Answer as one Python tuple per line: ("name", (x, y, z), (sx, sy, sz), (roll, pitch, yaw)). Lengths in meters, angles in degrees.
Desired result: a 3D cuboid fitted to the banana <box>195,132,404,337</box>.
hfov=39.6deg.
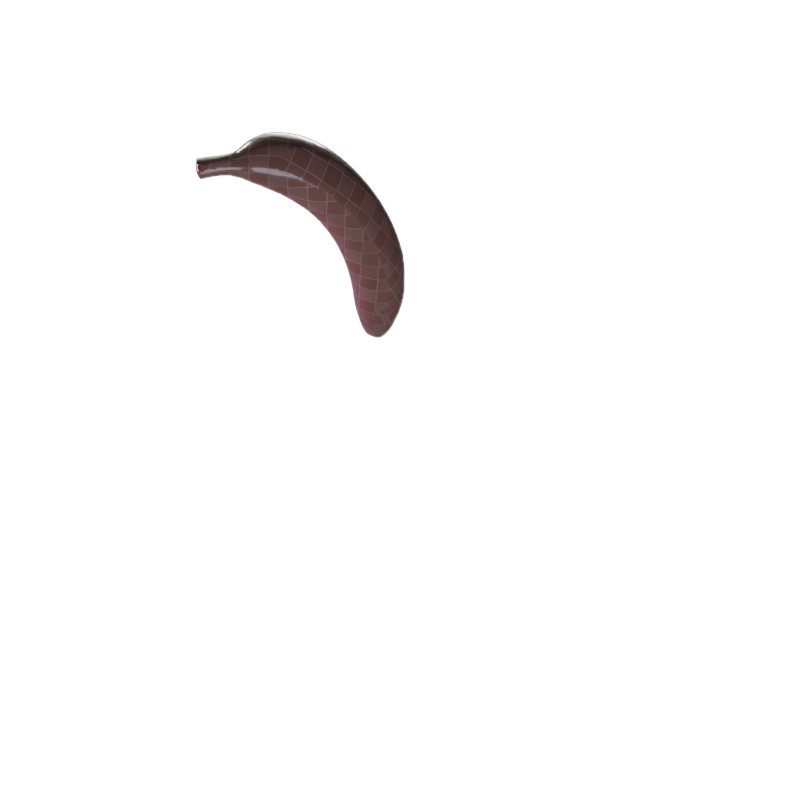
("banana", (-0.041, -0.108, 0.692), (0.070, 0.039, 0.183), (-24, -45, 25))
